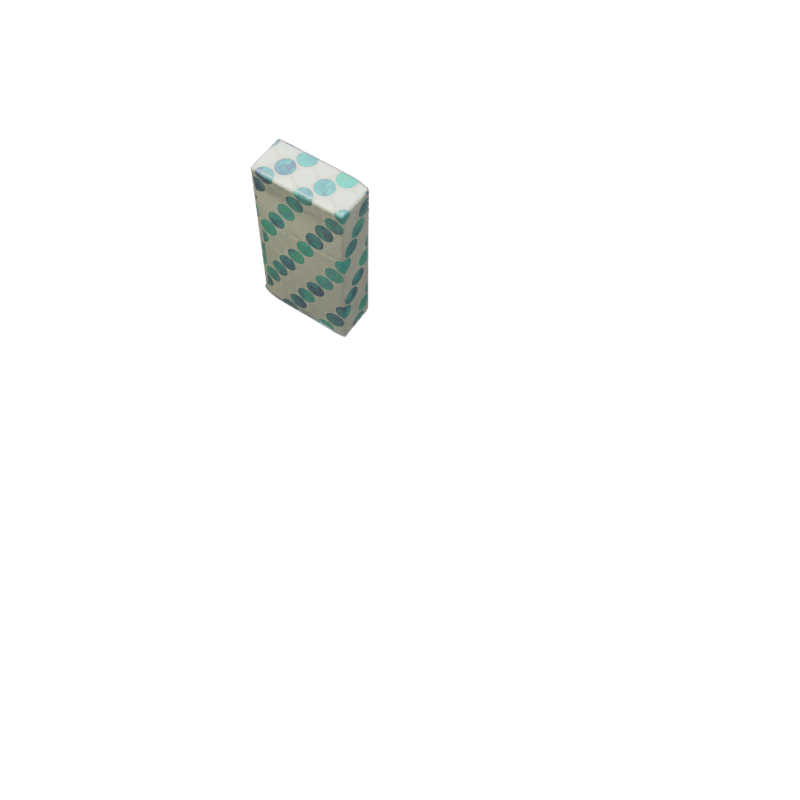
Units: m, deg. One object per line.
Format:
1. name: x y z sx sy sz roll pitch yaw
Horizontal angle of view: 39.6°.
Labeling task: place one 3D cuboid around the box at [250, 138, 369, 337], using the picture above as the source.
1. box: -0.073 -0.135 0.943 0.097 0.049 0.165 32 -29 17
